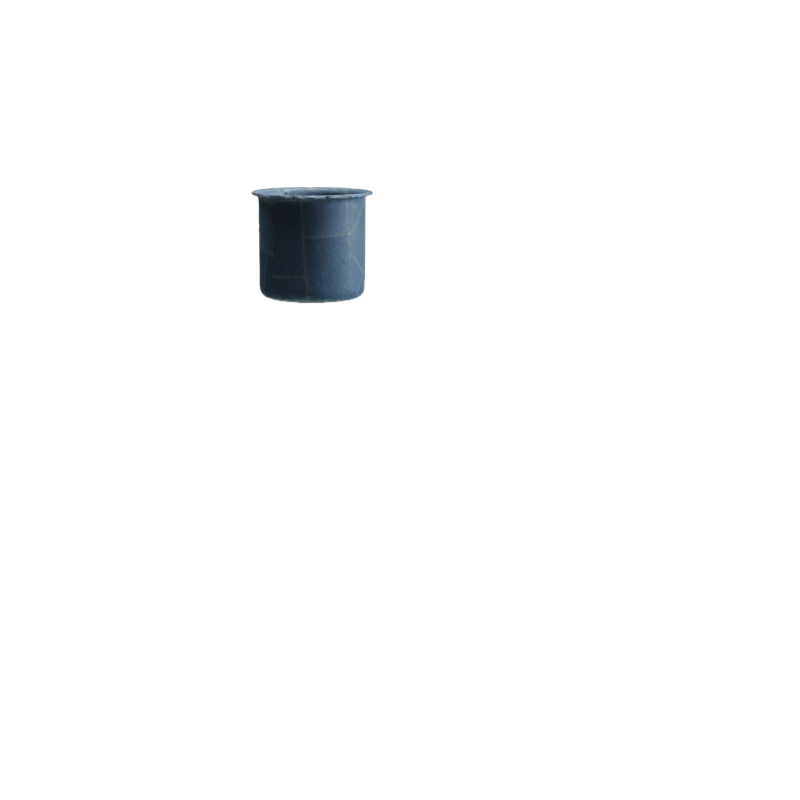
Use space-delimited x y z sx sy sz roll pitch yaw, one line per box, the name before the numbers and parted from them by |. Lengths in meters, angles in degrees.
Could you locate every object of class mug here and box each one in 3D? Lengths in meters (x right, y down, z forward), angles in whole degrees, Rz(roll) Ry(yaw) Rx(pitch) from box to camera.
mug | -0.068 -0.124 0.866 0.093 0.080 0.120 1 12 1
